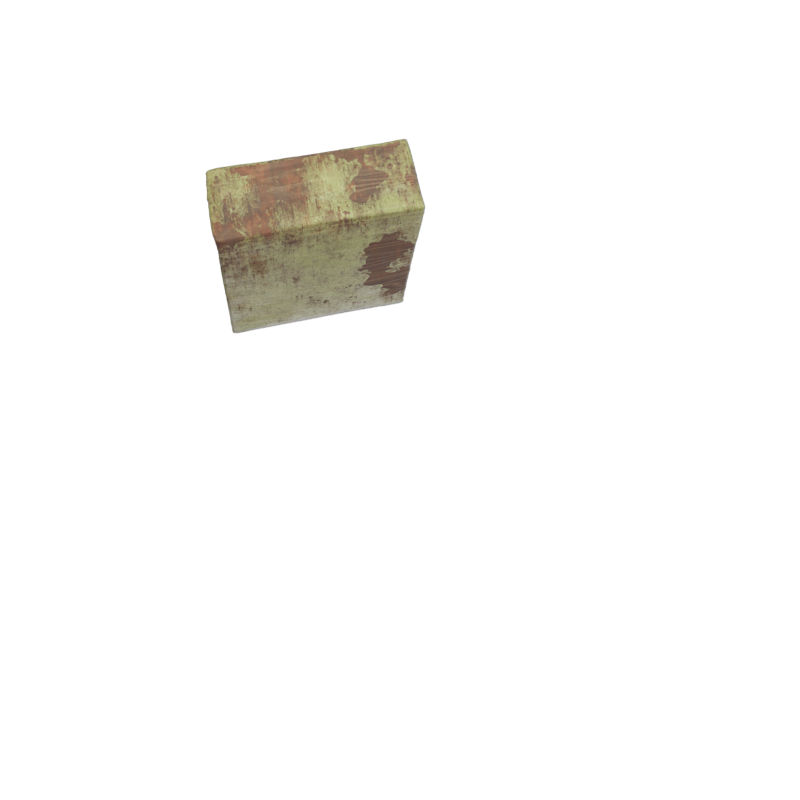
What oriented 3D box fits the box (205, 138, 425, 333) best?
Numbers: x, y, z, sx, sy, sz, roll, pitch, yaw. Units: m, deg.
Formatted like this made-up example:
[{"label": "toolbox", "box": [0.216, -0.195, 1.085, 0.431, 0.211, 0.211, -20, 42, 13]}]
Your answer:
[{"label": "box", "box": [-0.074, -0.135, 0.942, 0.163, 0.075, 0.204, -10, -17, -6]}]
